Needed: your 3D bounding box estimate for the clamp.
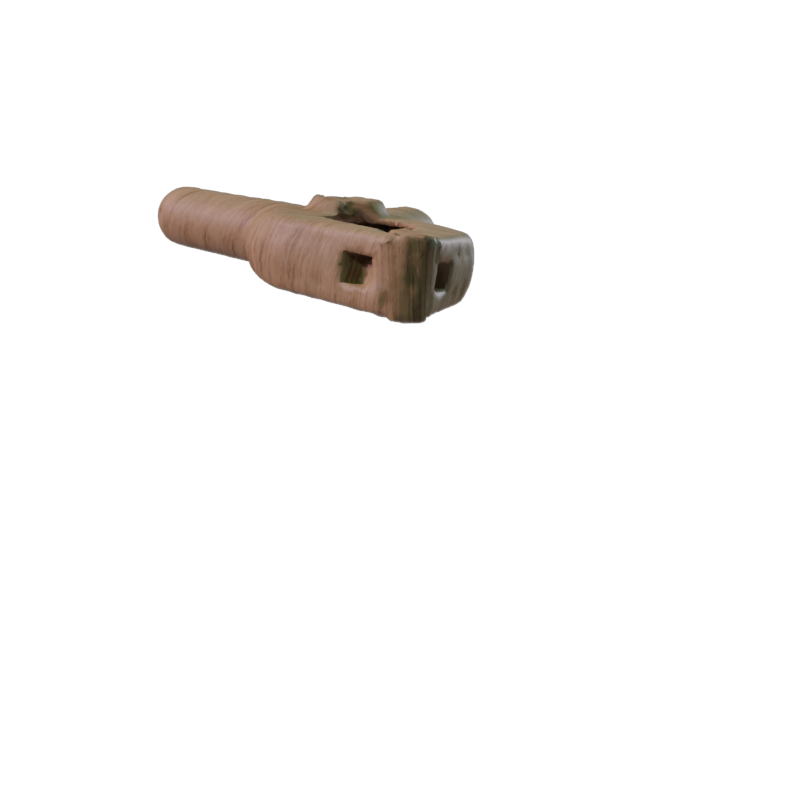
[{"bbox_3d":[-0.032,-0.059,0.412,0.119,0.038,0.176,-1,11,-8],"label":"clamp"}]
